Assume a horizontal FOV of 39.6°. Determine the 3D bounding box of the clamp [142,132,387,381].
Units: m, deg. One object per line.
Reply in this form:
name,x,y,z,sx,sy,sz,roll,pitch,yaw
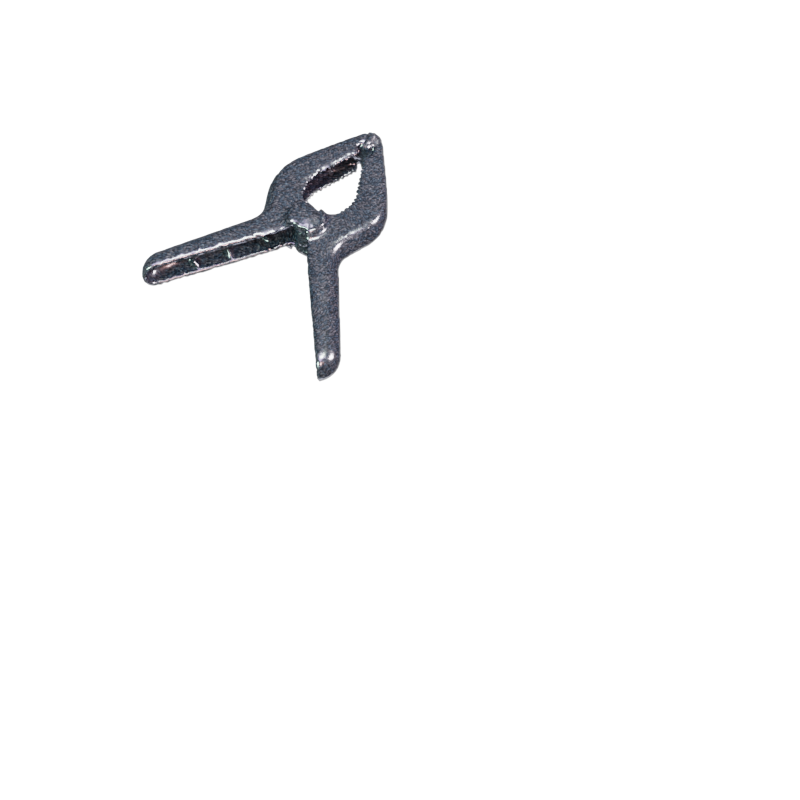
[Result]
clamp,-0.065,-0.118,0.829,0.173,0.214,0.034,34,-27,20
